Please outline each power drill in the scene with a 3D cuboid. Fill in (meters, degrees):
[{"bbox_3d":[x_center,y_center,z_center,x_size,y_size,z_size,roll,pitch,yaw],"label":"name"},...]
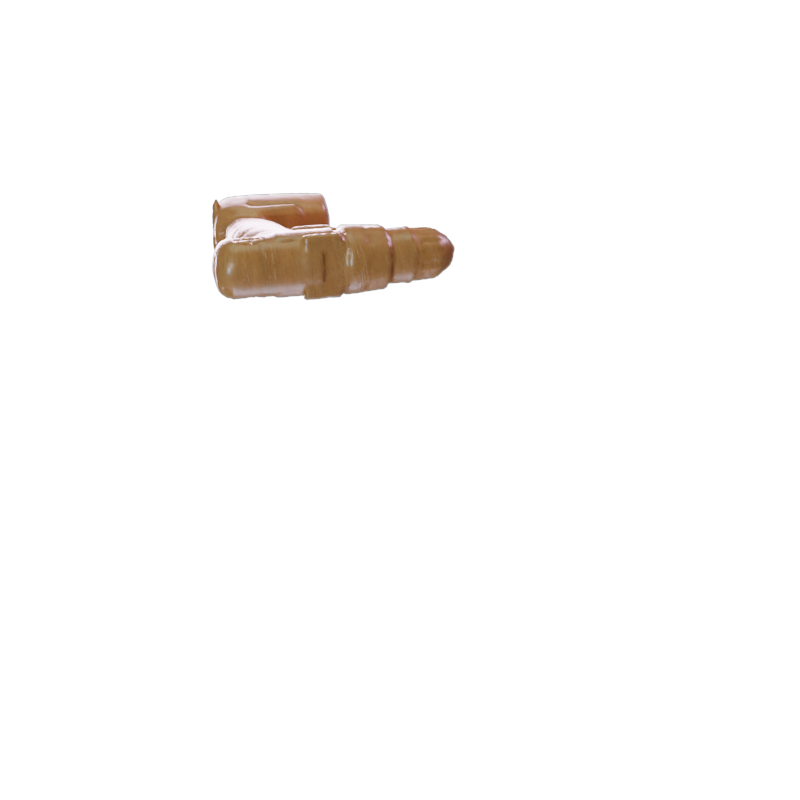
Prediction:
[{"bbox_3d":[-0.070,-0.128,0.894,0.181,0.056,0.197,-5,18,-16],"label":"power drill"}]
